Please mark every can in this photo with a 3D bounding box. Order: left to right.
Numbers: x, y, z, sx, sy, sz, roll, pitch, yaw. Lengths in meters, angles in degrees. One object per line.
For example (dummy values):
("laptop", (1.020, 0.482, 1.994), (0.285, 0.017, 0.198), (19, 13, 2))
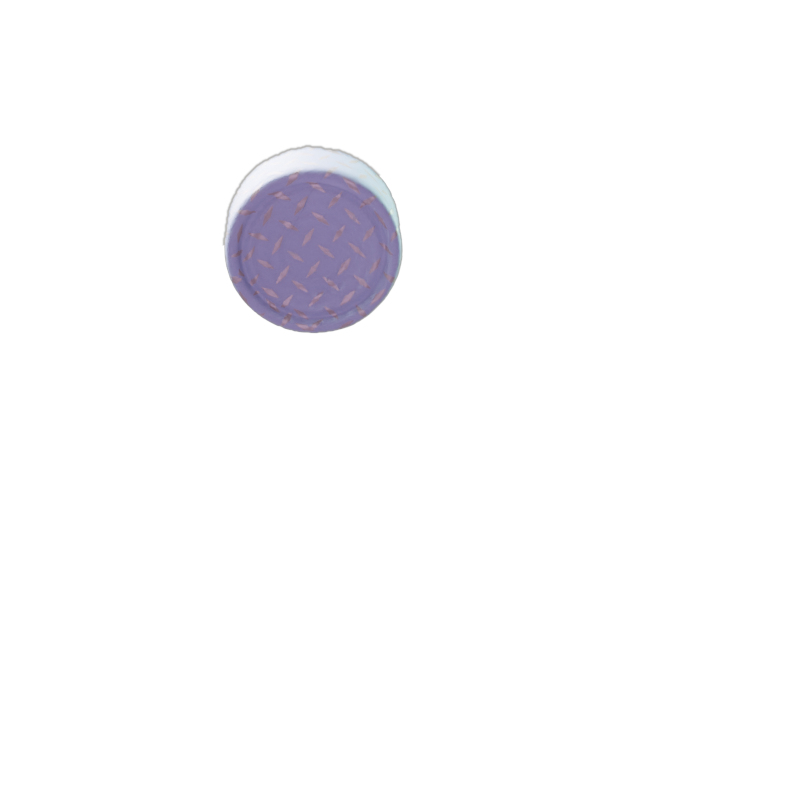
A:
("can", (-0.042, -0.076, 0.535), (0.086, 0.082, 0.035), (1, 22, -1))
